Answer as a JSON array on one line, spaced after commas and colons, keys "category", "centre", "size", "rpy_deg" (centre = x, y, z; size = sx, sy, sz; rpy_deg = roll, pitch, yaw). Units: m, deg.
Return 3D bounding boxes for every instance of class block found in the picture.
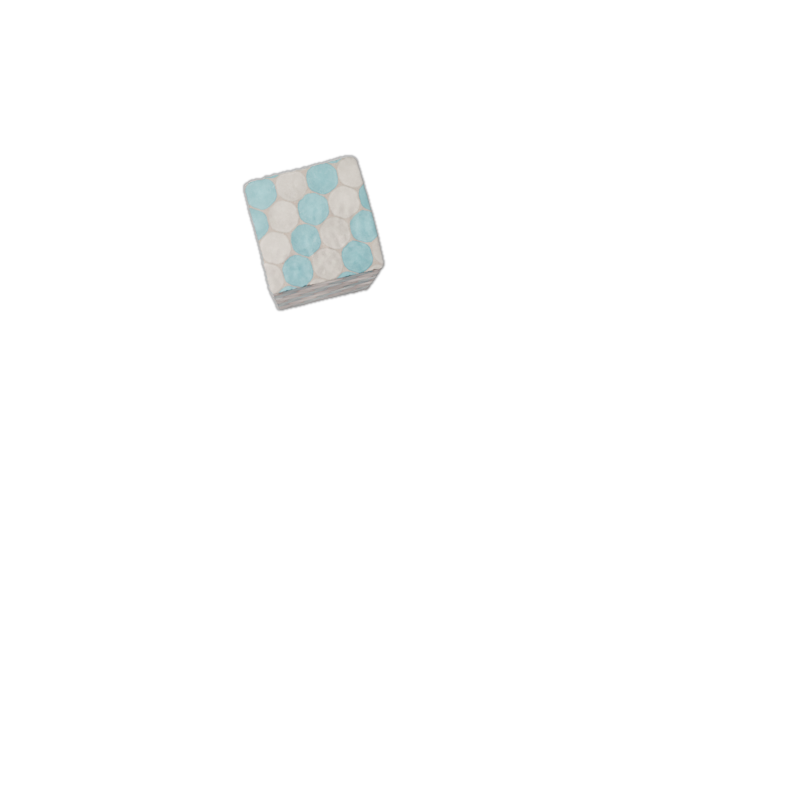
[{"category": "block", "centre": [-0.073, -0.133, 0.930], "size": [0.090, 0.091, 0.205], "rpy_deg": [-15, 1, -4]}]
